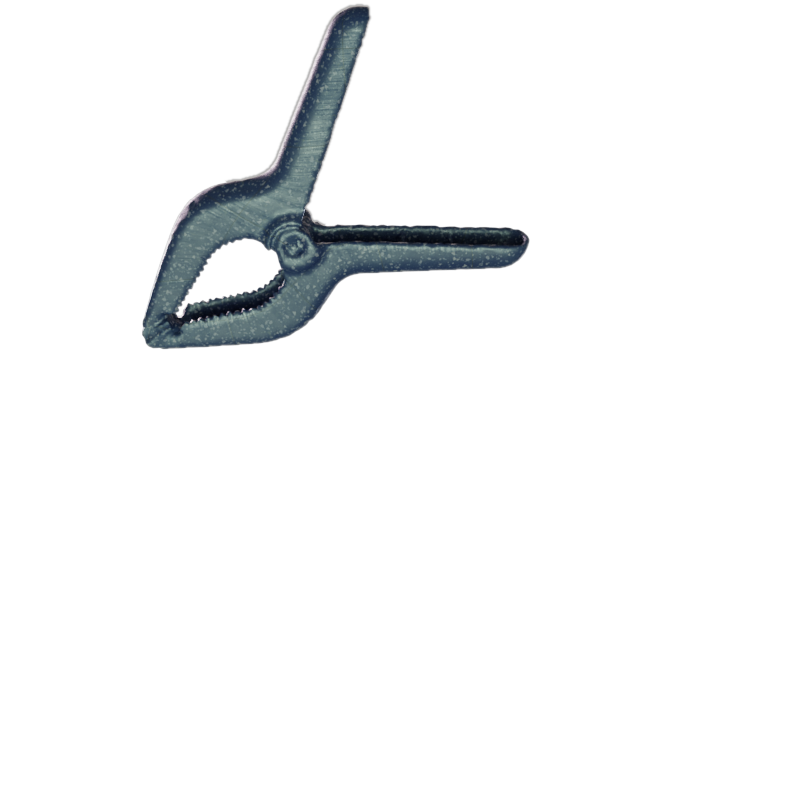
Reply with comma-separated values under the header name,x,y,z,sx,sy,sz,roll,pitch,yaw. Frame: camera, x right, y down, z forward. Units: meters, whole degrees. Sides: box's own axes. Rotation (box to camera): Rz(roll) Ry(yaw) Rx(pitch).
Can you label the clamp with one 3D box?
name,x,y,z,sx,sy,sz,roll,pitch,yaw
clamp,-0.047,-0.085,0.598,0.208,0.157,0.038,-39,19,15
